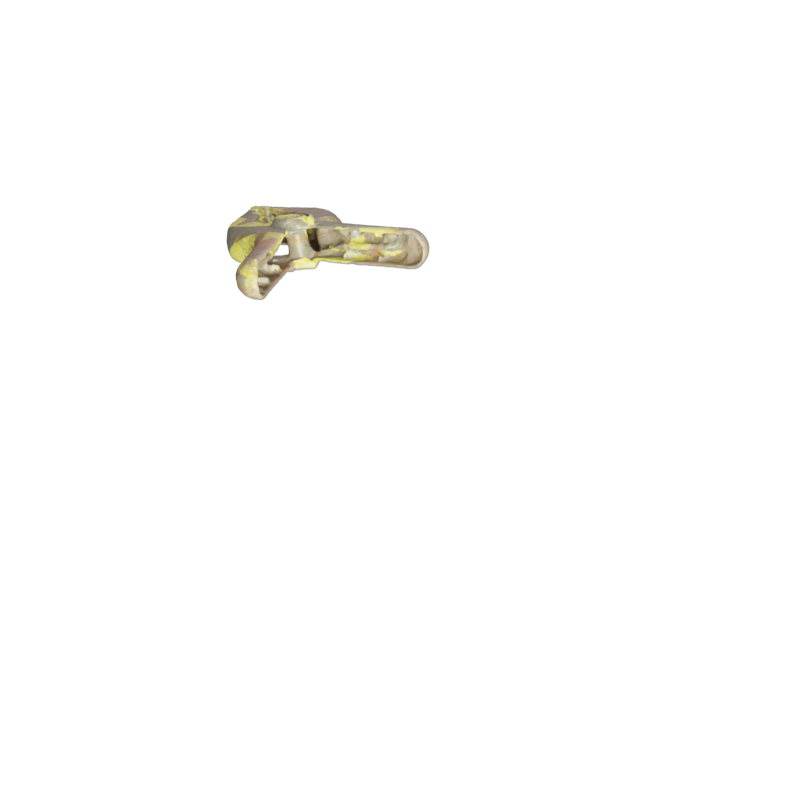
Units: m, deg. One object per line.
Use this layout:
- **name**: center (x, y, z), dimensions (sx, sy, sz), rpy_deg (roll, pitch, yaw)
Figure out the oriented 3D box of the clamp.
- **clamp**: center (-0.057, -0.103, 0.723), dimensions (0.118, 0.038, 0.181), rpy_deg (-5, 22, -13)
